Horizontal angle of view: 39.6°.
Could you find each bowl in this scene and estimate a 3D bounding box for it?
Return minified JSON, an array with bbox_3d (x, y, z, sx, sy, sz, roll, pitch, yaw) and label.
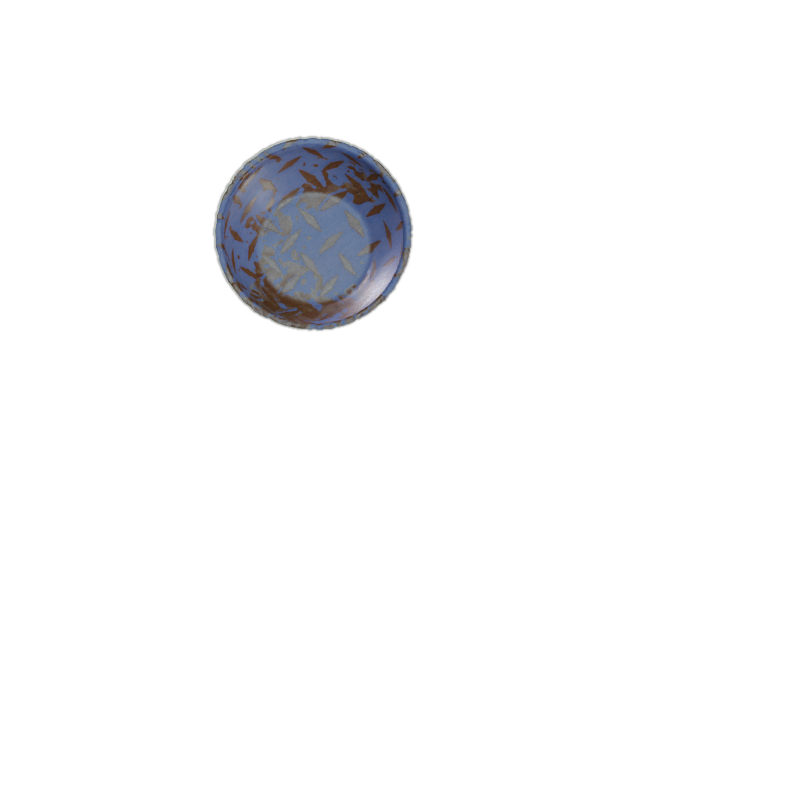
[{"bbox_3d":[-0.069,-0.126,0.882,0.162,0.157,0.057,0,13,-1],"label":"bowl"}]
